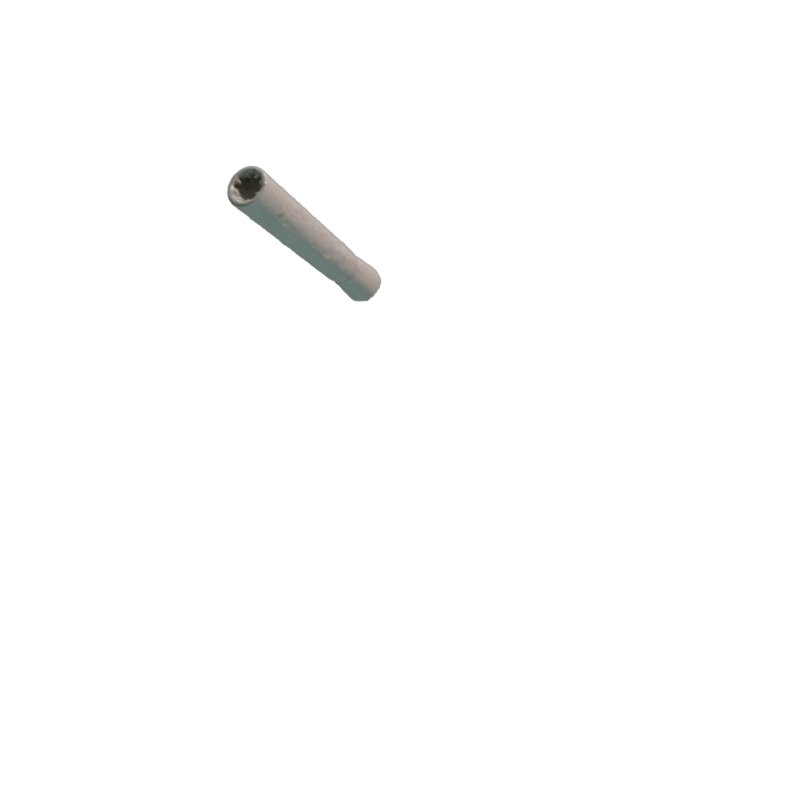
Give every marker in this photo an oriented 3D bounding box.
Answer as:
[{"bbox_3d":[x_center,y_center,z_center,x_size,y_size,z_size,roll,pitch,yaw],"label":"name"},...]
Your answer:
[{"bbox_3d":[-0.039,-0.071,0.496,0.020,0.020,0.113,2,-15,26],"label":"marker"}]
